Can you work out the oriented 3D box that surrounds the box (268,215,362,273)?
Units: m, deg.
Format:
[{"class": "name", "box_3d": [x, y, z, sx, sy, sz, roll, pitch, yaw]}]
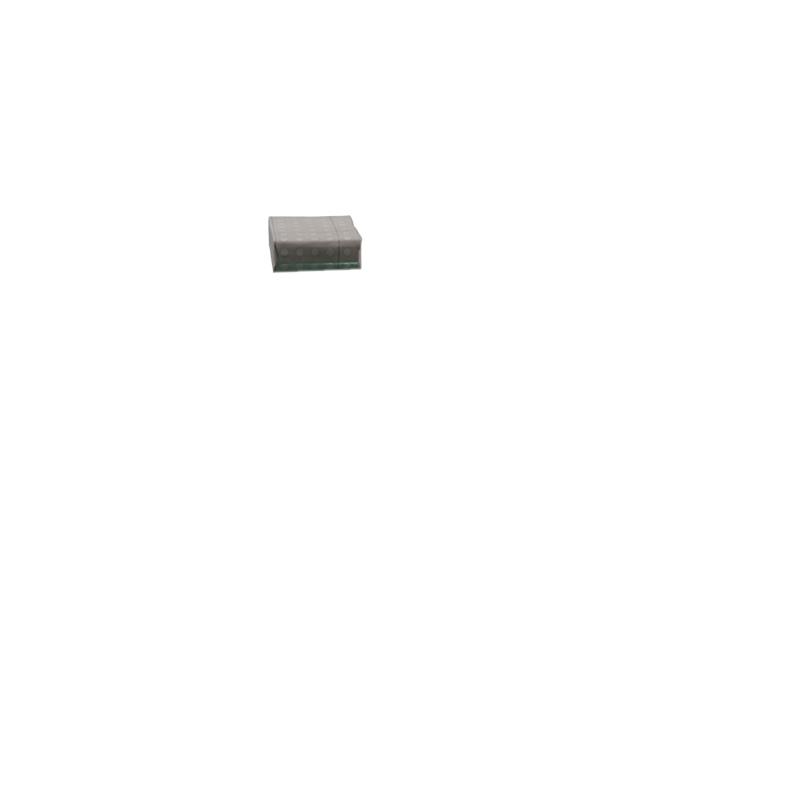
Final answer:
[{"class": "box", "box_3d": [-0.073, -0.133, 0.933, 0.073, 0.029, 0.094, -2, 21, -6]}]
